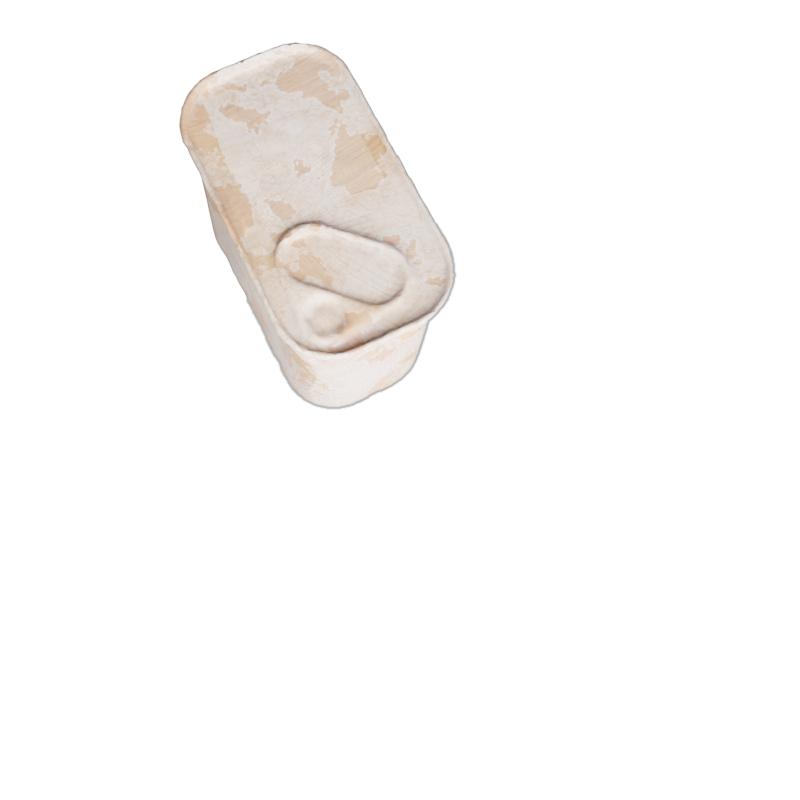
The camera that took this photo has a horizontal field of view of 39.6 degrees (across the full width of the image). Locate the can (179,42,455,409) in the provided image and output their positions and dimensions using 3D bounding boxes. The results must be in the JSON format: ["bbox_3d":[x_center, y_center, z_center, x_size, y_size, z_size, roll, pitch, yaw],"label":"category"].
[{"bbox_3d":[-0.029,-0.053,0.372,0.057,0.107,0.080,-25,-16,-10],"label":"can"}]
